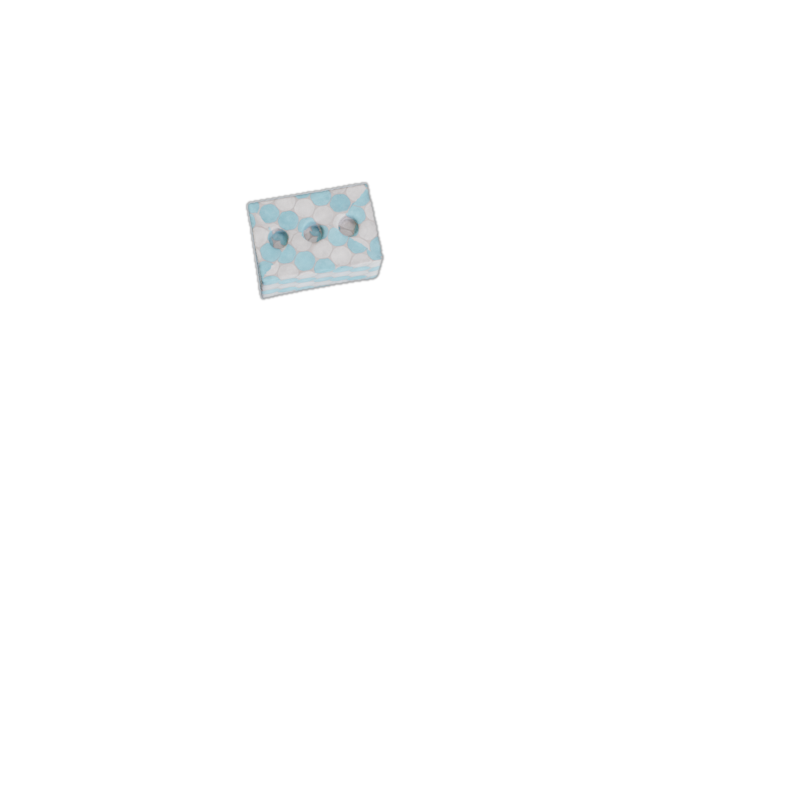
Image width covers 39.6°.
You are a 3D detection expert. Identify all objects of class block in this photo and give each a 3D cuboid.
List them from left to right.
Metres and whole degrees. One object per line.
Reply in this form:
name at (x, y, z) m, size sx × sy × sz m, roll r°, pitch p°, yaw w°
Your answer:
block at (-0.055, -0.100, 0.701) m, size 0.078 × 0.054 × 0.050 m, roll -11°, pitch -10°, yaw -4°
